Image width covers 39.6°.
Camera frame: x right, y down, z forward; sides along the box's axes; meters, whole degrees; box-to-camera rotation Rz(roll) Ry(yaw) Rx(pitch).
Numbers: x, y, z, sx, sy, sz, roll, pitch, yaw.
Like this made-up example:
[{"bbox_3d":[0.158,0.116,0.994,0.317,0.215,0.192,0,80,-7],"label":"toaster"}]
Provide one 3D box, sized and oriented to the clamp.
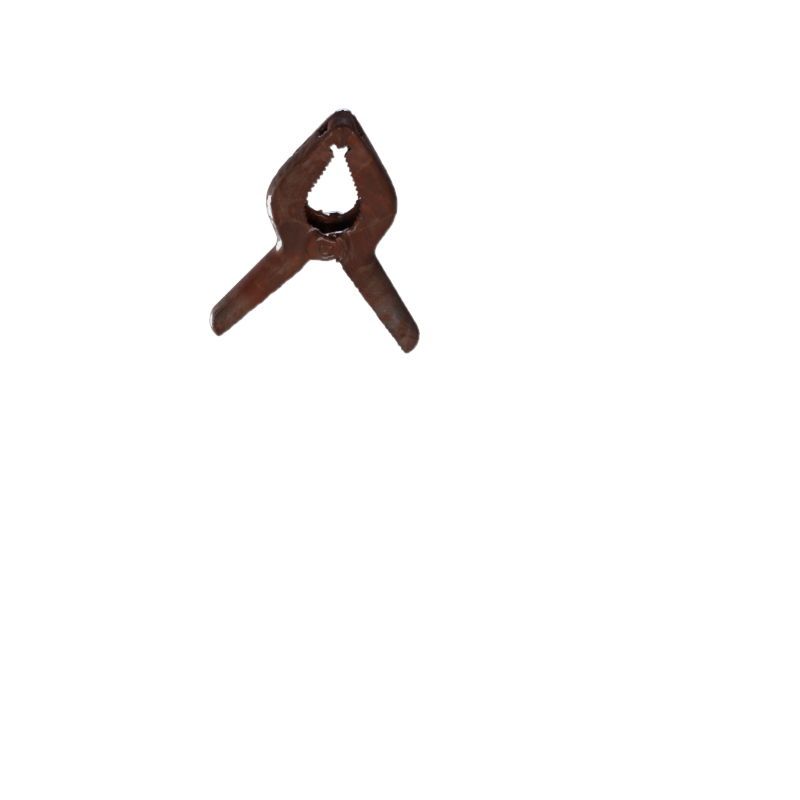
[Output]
[{"bbox_3d":[-0.064,-0.117,0.821,0.164,0.196,0.039,0,39,-1],"label":"clamp"}]
